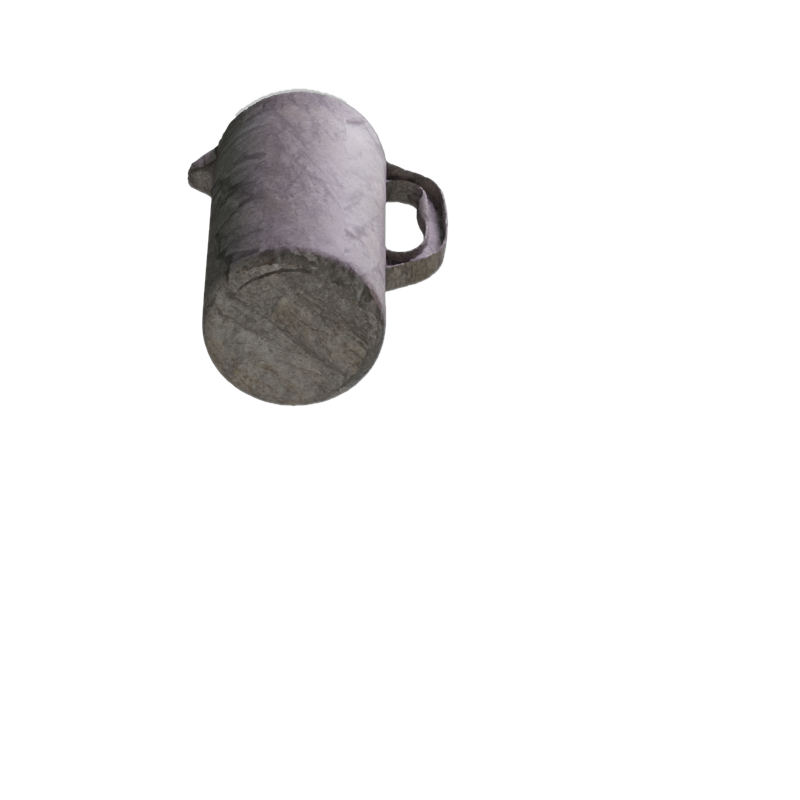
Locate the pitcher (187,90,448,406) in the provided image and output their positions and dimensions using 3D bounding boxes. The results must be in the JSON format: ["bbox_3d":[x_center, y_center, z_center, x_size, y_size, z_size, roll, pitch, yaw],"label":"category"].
[{"bbox_3d":[-0.058,-0.106,0.745,0.148,0.137,0.259,-35,28,17],"label":"pitcher"}]
